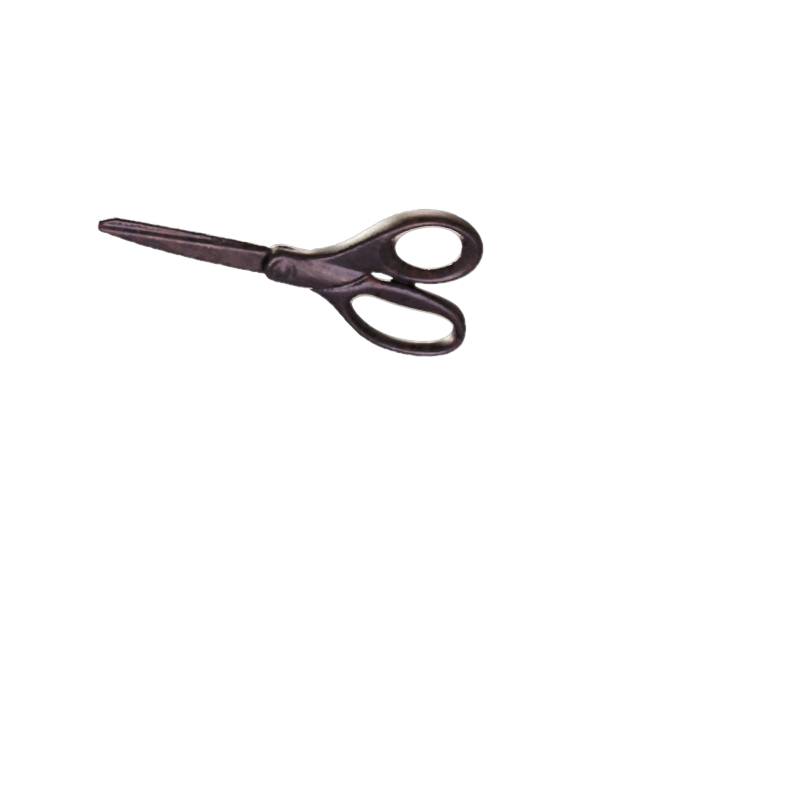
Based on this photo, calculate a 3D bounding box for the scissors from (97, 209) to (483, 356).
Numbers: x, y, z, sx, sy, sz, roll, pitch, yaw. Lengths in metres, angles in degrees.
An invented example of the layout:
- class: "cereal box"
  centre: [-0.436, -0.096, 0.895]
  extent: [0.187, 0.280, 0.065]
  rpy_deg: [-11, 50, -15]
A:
- class: "scissors"
  centre: [-0.045, -0.082, 0.572]
  extent: [0.195, 0.093, 0.017]
  rpy_deg: [25, 30, -16]
